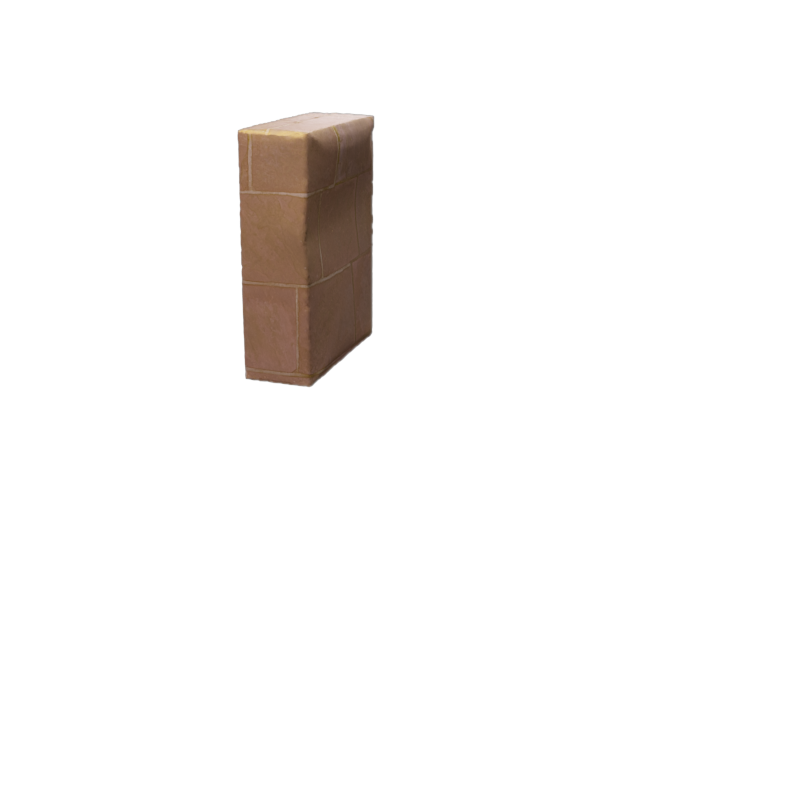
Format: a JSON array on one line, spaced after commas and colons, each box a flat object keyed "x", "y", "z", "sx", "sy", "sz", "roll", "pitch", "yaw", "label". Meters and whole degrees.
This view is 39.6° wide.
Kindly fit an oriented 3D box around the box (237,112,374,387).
[{"x": -0.076, "y": -0.139, "z": 0.976, "sx": 0.074, "sy": 0.207, "sz": 0.165, "roll": 5, "pitch": 16, "yaw": 18, "label": "box"}]
